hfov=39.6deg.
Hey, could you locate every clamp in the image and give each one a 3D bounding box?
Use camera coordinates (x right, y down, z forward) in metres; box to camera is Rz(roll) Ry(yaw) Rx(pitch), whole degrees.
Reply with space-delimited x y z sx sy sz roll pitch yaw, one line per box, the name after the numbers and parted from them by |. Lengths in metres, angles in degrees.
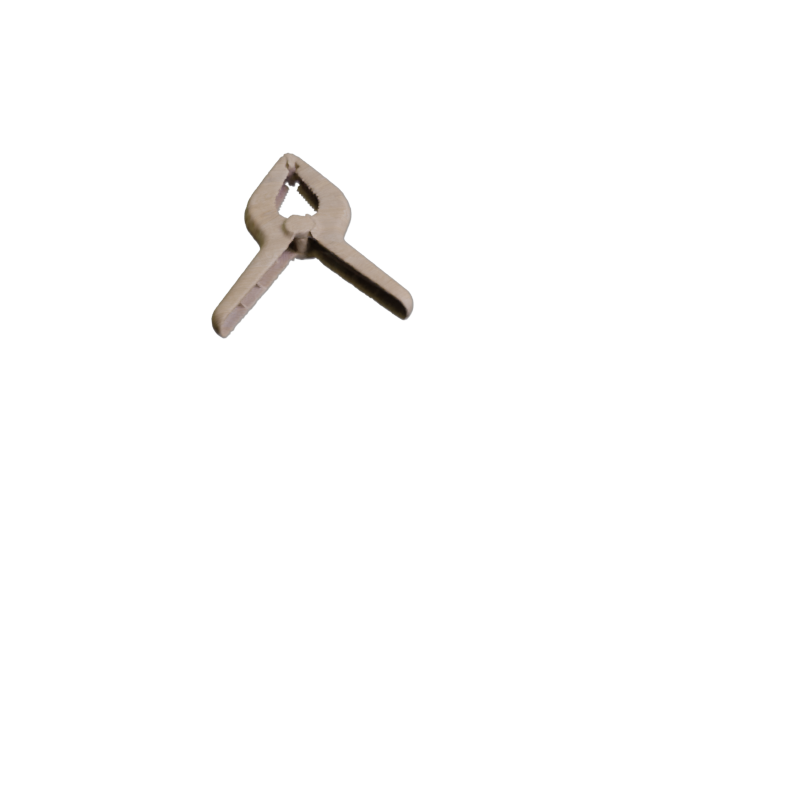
-0.075 -0.137 0.963 0.164 0.226 0.034 -1 -42 -1 | clamp
